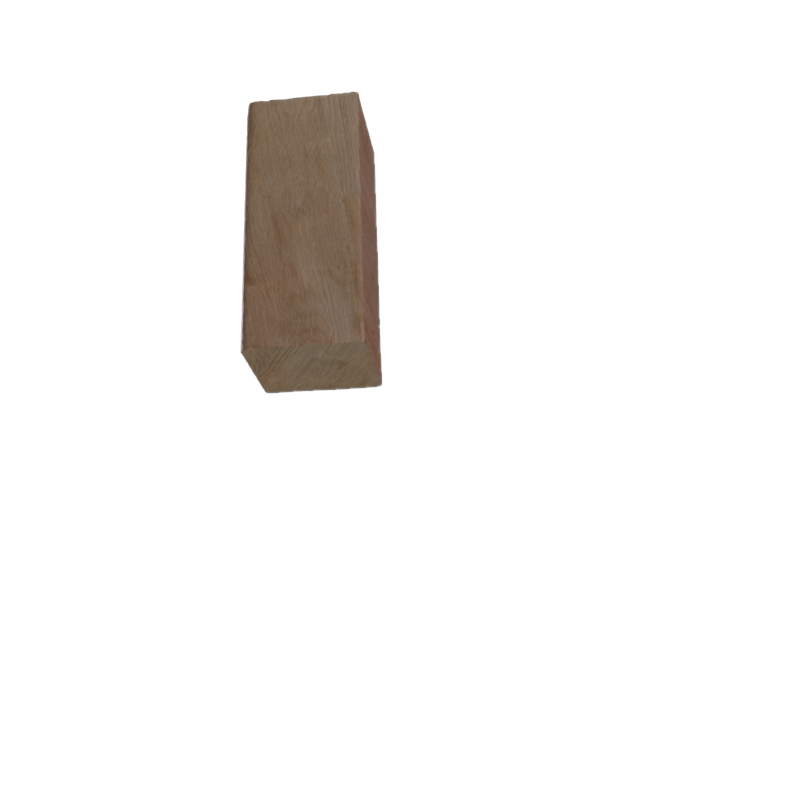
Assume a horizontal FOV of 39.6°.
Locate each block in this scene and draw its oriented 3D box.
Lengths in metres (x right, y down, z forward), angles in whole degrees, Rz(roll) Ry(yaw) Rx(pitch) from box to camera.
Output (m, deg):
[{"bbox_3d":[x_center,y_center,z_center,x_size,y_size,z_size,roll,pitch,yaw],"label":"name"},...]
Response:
[{"bbox_3d":[-0.066,-0.119,0.838,0.091,0.218,0.085,-5,-26,7],"label":"block"}]
